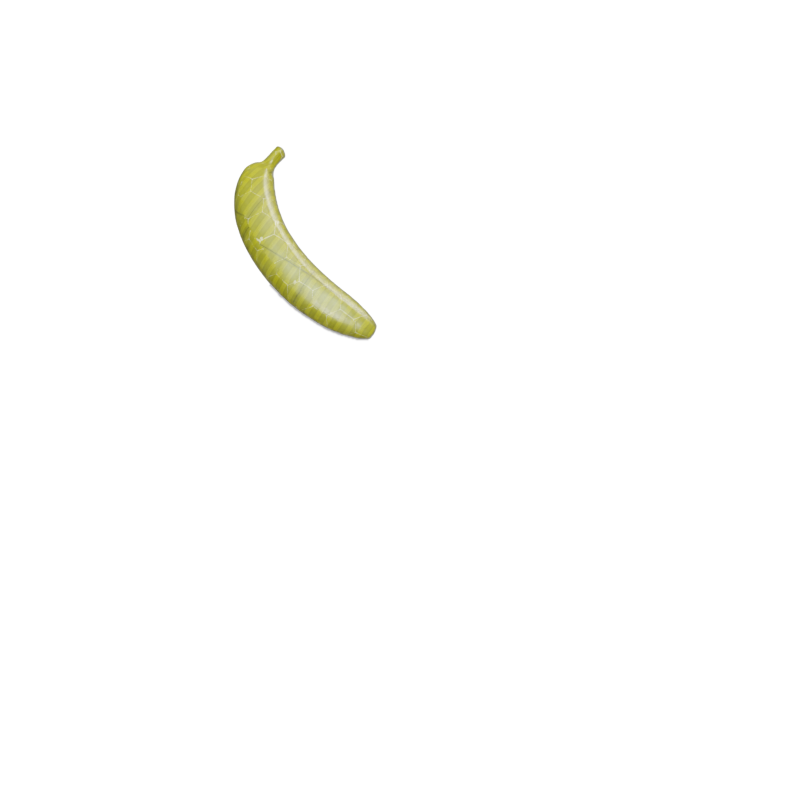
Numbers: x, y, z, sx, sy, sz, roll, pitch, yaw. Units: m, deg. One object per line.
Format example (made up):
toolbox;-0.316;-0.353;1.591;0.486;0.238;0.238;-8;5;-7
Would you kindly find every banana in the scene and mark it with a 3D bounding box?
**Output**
banana;-0.090;-0.127;0.916;0.069;0.210;0.035;-22;-23;-11
